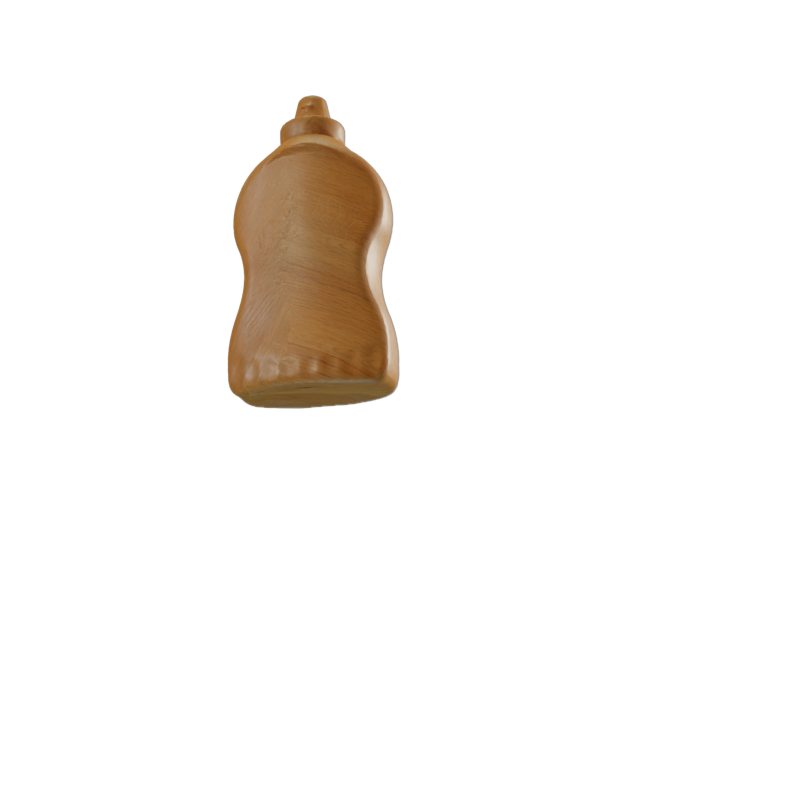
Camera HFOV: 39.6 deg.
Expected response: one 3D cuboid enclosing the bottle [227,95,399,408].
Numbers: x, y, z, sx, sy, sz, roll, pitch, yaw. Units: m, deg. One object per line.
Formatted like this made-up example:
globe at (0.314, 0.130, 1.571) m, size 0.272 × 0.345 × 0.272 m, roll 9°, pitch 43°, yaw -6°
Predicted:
bottle at (-0.052, -0.095, 0.664) m, size 0.097 × 0.201 × 0.055 m, roll -7°, pitch -22°, yaw 15°
